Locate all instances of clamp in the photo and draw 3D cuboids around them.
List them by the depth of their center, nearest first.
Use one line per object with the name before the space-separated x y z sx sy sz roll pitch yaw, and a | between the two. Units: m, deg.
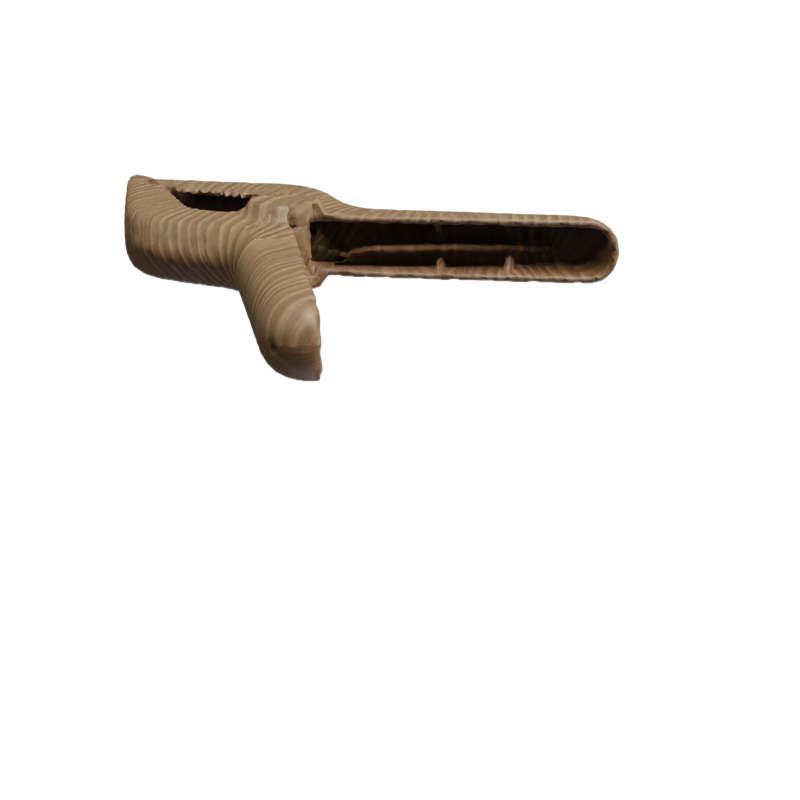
clamp | -0.034 -0.062 0.437 0.161 0.035 0.223 -15 26 -35
